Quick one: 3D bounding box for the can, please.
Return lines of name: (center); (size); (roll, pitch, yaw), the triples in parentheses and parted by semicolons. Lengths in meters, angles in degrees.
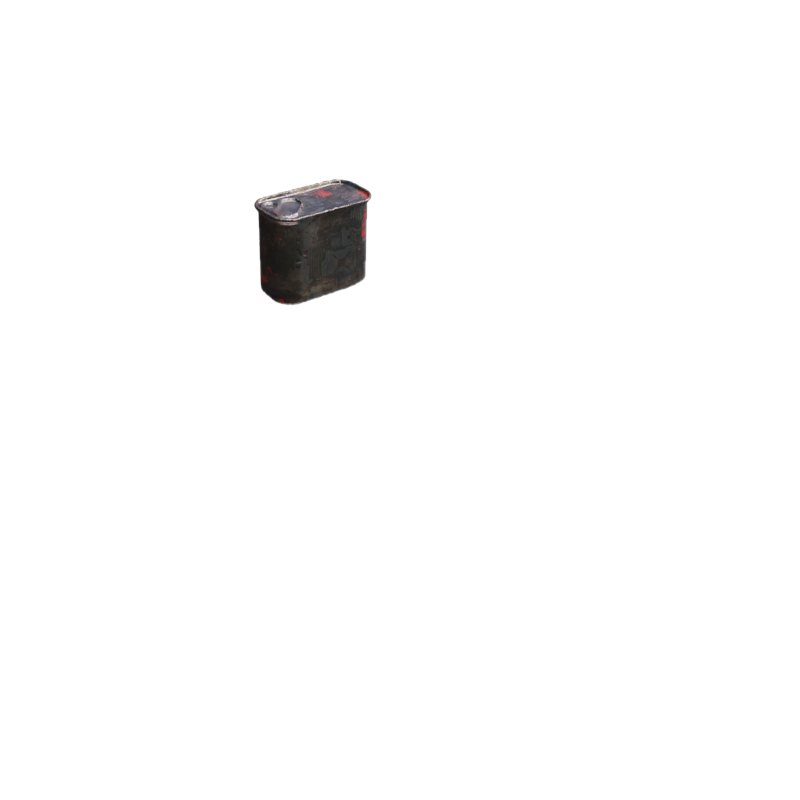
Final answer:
can: (-0.077, -0.140, 0.980); (0.100, 0.079, 0.062); (-20, 35, -32)
